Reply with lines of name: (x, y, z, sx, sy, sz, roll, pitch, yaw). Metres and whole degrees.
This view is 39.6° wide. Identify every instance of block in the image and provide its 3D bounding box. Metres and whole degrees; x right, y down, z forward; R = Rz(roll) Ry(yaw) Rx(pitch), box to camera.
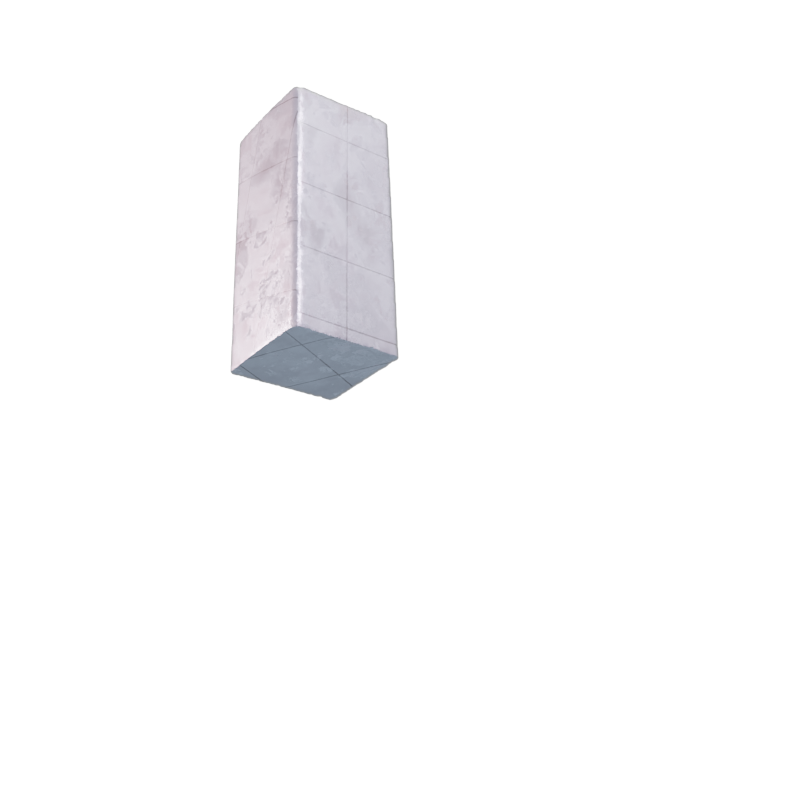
block: (-0.065, -0.120, 0.836, 0.086, 0.220, 0.089, 18, -35, -31)
